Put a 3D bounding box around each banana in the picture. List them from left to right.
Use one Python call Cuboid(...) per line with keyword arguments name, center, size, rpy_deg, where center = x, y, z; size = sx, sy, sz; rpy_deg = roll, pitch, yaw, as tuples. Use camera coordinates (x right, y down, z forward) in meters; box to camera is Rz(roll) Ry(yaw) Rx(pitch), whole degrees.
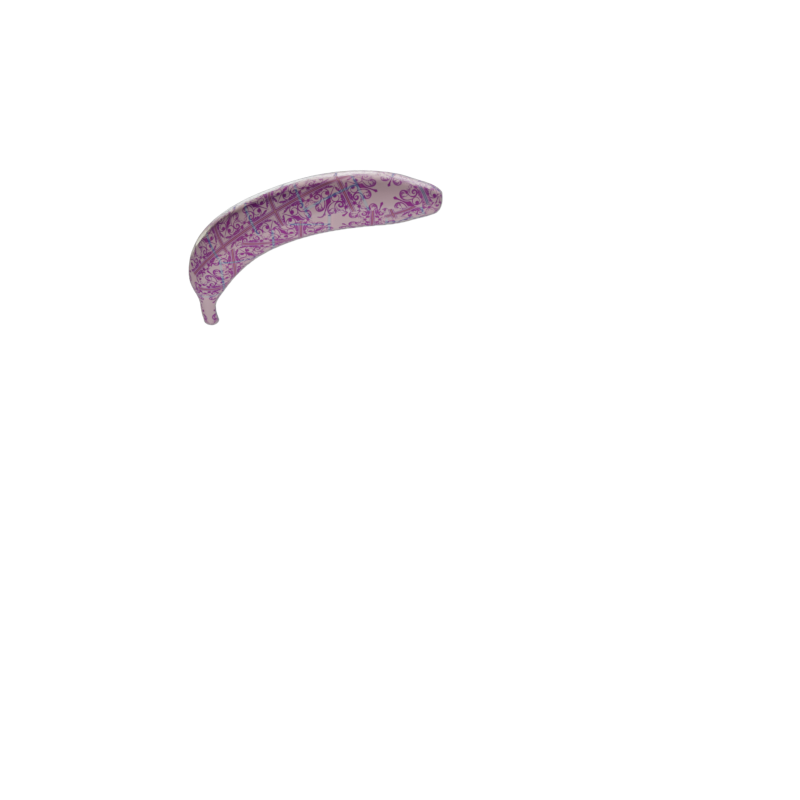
Cuboid(name="banana", center=(-0.071, -0.112, 0.727), size=(0.199, 0.039, 0.064), rpy_deg=(-22, -42, 26))
